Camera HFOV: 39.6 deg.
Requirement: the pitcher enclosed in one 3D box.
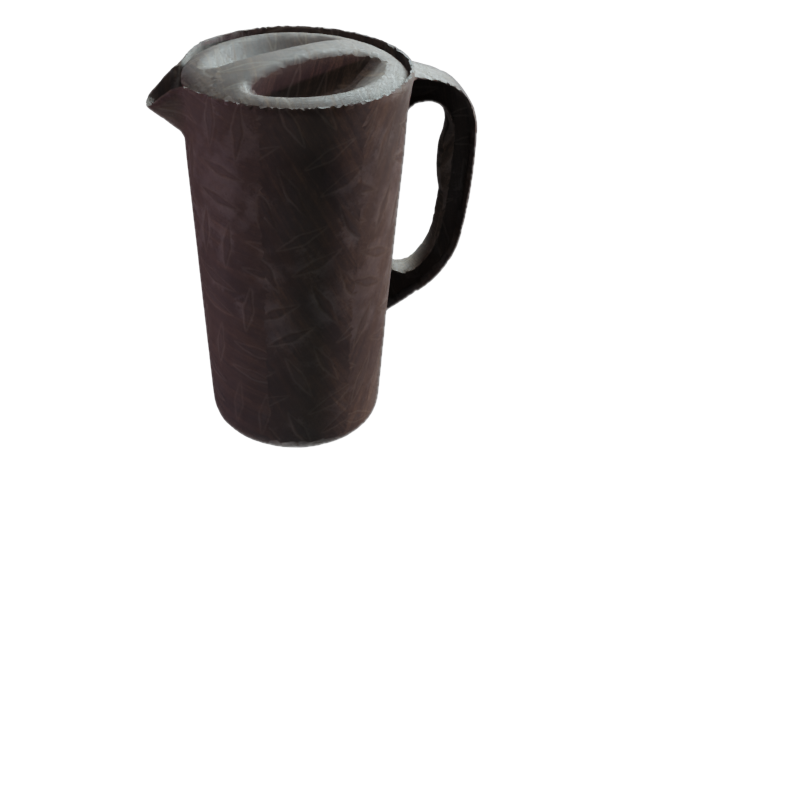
[{"bbox_3d":[-0.053,-0.096,0.674,0.157,0.228,0.146,22,37,28],"label":"pitcher"}]
